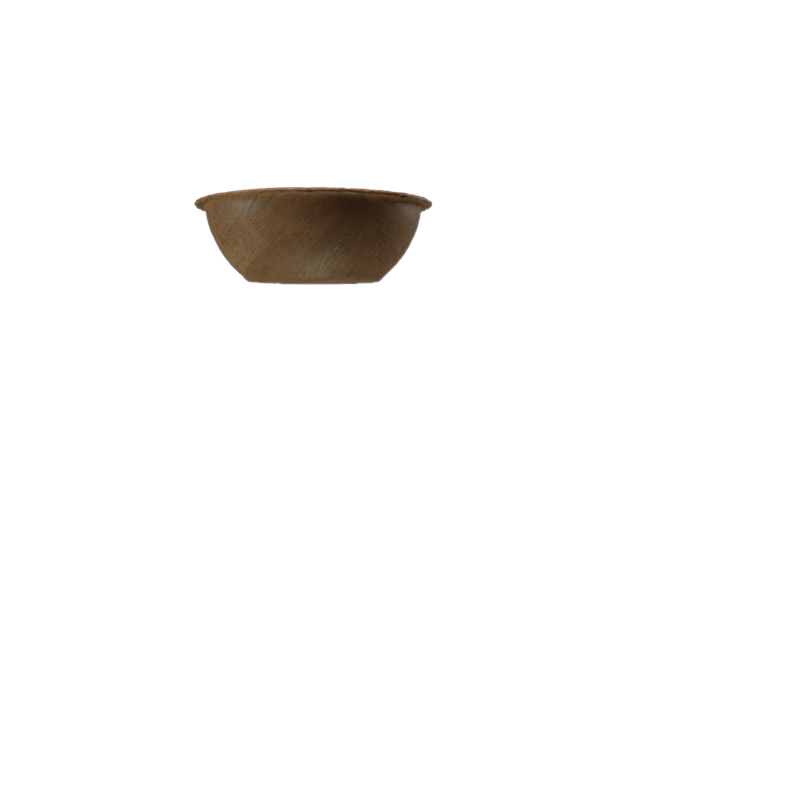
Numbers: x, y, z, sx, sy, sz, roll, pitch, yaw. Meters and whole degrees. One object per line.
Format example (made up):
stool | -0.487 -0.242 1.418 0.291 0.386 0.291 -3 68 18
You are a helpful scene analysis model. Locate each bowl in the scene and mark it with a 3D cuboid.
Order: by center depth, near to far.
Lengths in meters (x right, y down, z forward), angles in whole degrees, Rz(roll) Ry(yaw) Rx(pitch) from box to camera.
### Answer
bowl | -0.059 -0.108 0.754 0.162 0.055 0.162 0 3 -2
